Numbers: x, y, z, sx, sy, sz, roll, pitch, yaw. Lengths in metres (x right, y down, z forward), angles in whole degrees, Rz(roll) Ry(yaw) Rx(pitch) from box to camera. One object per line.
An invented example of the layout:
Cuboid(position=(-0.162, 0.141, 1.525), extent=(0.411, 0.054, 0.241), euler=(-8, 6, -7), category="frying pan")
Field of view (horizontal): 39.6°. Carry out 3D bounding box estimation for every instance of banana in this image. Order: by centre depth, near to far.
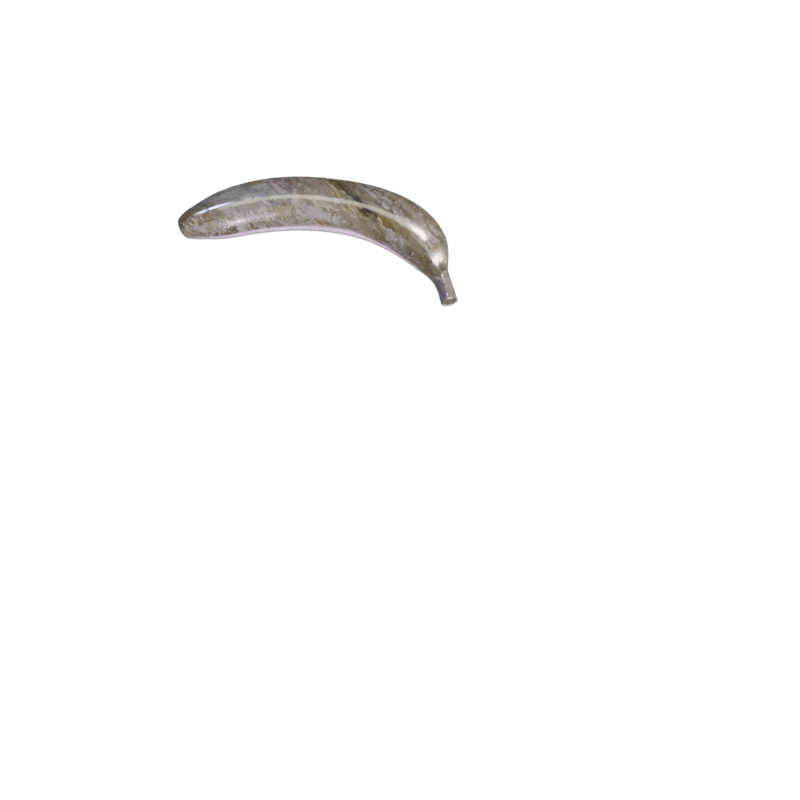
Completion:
Cuboid(position=(-0.050, -0.121, 0.758), extent=(0.201, 0.073, 0.034), euler=(14, -32, 9), category="banana")
